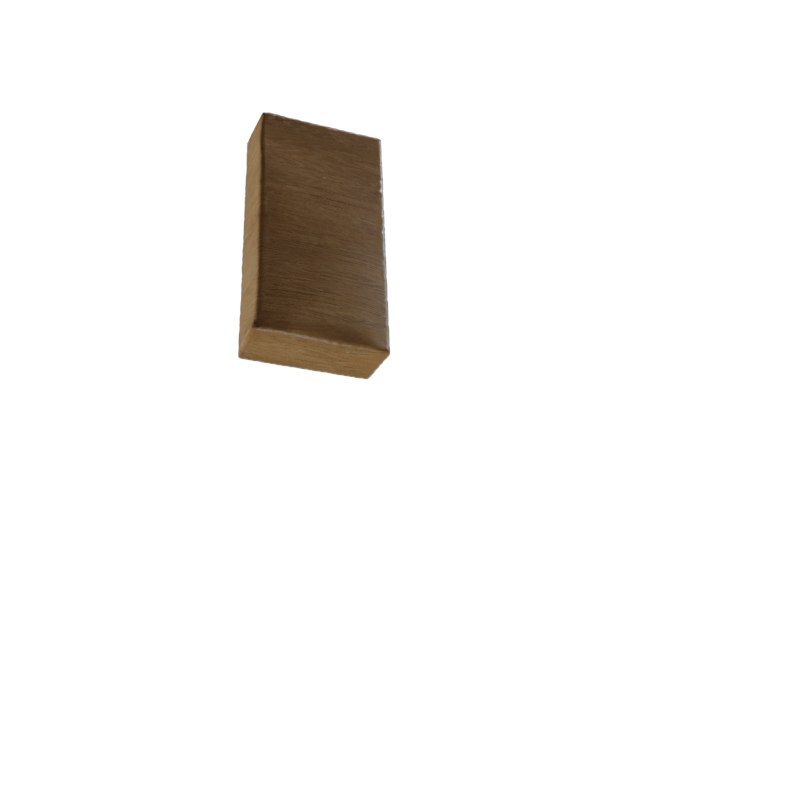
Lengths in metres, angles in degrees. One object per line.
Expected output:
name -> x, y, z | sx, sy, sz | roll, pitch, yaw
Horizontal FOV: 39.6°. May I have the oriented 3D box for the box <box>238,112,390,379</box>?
box -> -0.059, -0.107, 0.751 | 0.091, 0.188, 0.046 | 10, -35, -18
